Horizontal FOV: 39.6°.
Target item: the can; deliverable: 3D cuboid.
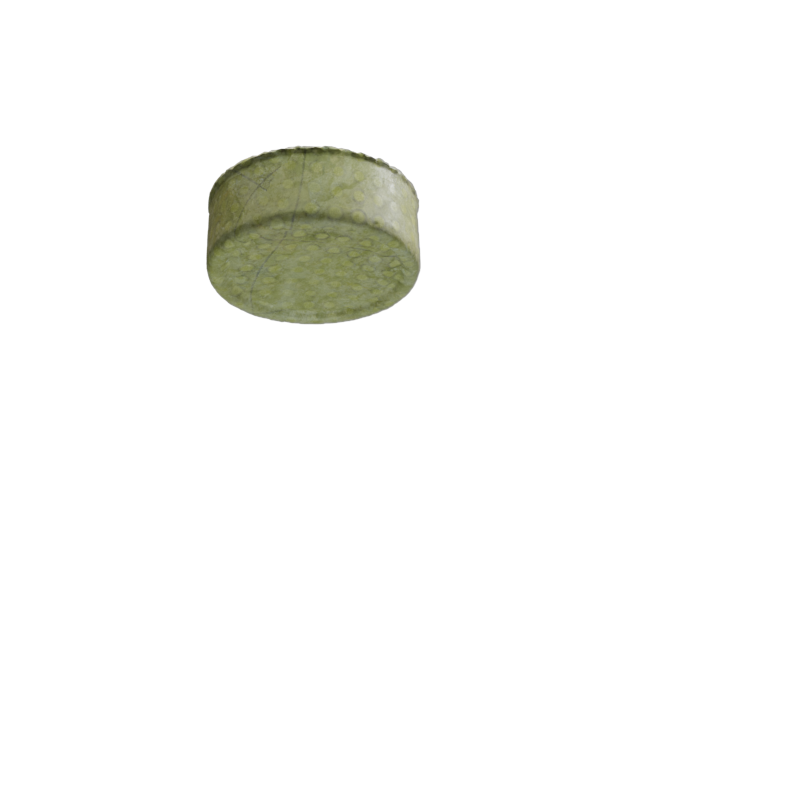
[{"bbox_3d":[-0.035,-0.063,0.443,0.086,0.036,0.081,1,-26,-2],"label":"can"}]
